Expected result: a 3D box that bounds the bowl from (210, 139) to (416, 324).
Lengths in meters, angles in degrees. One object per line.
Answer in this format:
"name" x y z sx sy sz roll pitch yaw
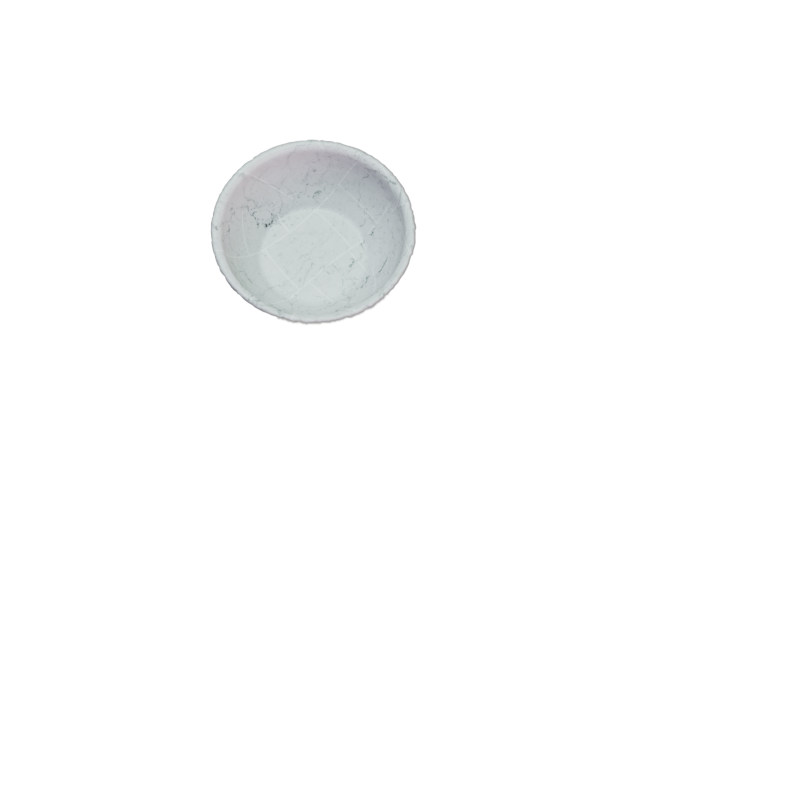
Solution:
"bowl" -0.070 -0.128 0.893 0.162 0.171 0.052 -1 -24 -1
